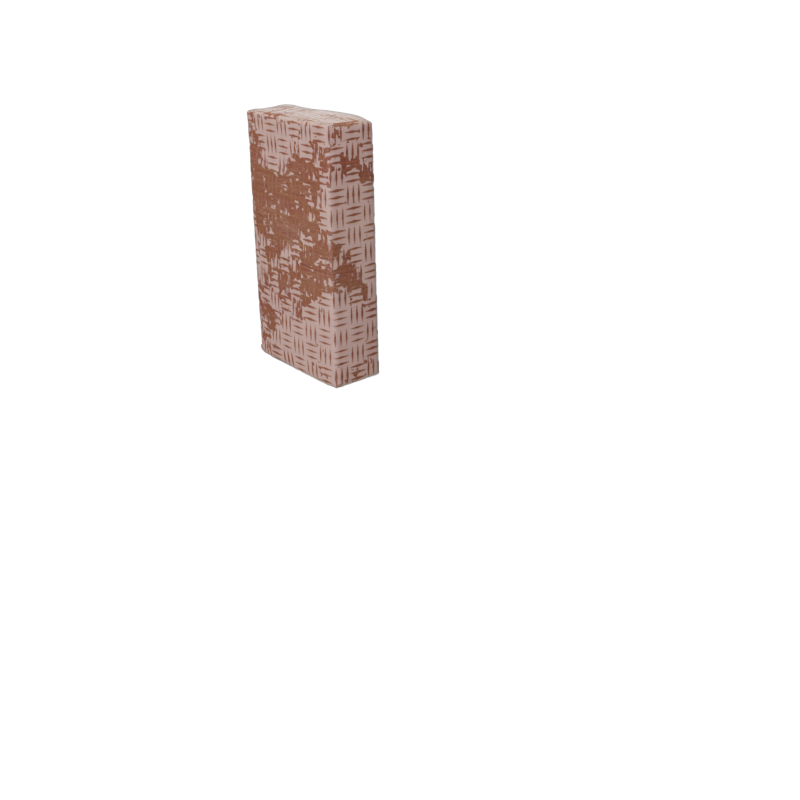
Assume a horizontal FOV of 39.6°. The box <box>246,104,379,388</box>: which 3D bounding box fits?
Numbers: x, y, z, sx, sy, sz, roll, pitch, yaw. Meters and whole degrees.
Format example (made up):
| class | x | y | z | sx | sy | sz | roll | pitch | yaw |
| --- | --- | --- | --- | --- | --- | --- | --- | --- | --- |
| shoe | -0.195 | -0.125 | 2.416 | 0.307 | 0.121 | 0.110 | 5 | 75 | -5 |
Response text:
| class | x | y | z | sx | sy | sz | roll | pitch | yaw |
| --- | --- | --- | --- | --- | --- | --- | --- | --- | --- |
| box | -0.058 | -0.107 | 0.750 | 0.047 | 0.170 | 0.099 | -11 | 21 | -37 |
